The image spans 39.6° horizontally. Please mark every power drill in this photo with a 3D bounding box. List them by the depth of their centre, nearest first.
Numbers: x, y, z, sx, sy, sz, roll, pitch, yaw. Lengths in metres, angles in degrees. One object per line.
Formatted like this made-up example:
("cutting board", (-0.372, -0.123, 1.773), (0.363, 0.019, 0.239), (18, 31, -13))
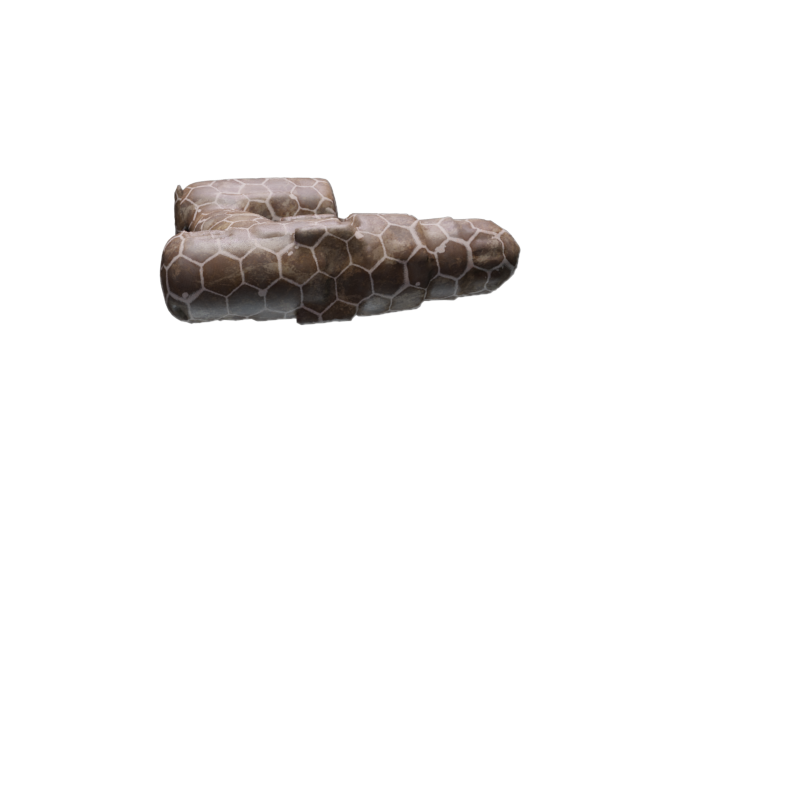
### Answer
("power drill", (-0.049, -0.089, 0.623), (0.181, 0.056, 0.196), (-4, 16, -15))
